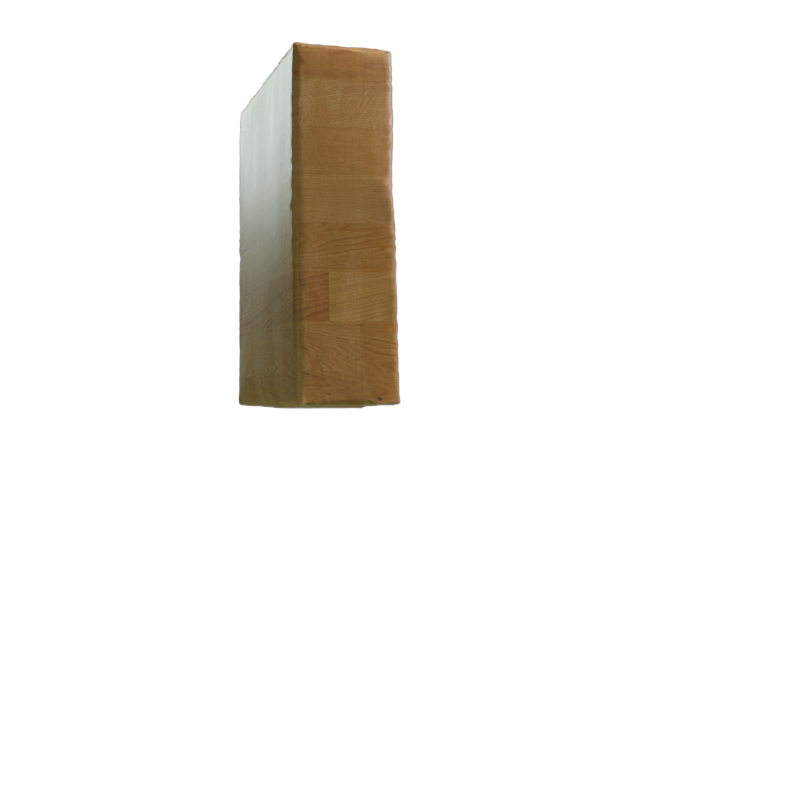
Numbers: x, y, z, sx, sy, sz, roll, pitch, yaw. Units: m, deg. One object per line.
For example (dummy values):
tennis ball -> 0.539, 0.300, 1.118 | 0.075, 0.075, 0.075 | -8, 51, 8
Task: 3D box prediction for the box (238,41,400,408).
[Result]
box -> -0.056, -0.103, 0.718 | 0.070, 0.218, 0.165 | 2, -6, -19
